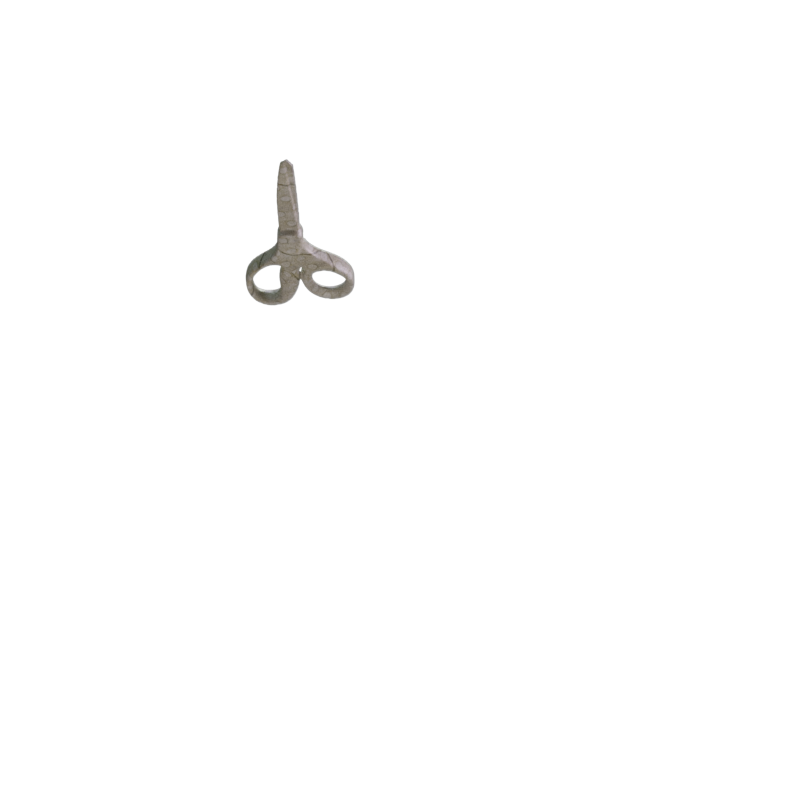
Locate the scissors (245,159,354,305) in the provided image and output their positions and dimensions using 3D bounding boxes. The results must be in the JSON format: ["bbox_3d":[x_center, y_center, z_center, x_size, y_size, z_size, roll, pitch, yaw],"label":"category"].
[{"bbox_3d":[-0.066,-0.120,0.837,0.094,0.017,0.195,7,-24,-16],"label":"scissors"}]
